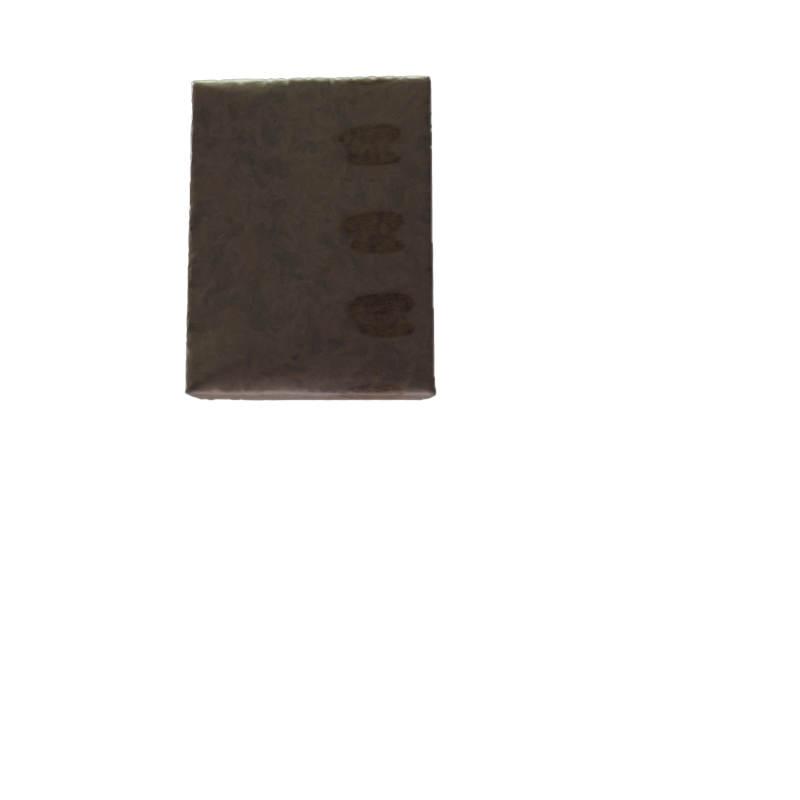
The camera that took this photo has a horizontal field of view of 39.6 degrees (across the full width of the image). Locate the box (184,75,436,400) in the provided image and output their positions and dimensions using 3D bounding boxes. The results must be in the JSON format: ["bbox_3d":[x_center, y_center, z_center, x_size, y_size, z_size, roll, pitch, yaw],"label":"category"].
[{"bbox_3d":[-0.059,-0.108,0.756,0.165,0.219,0.070,-1,-10,2],"label":"box"}]
